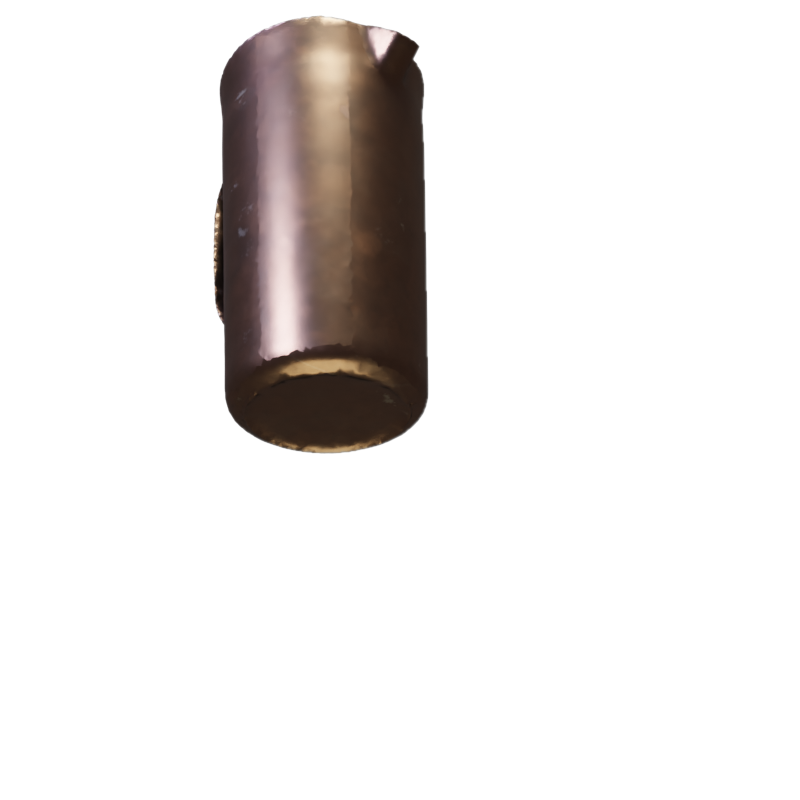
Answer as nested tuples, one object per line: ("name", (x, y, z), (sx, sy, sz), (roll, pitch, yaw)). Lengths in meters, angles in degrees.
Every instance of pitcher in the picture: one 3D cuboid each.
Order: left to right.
("pitcher", (-0.052, -0.094, 0.660), (0.145, 0.260, 0.139), (-3, -34, 1))
